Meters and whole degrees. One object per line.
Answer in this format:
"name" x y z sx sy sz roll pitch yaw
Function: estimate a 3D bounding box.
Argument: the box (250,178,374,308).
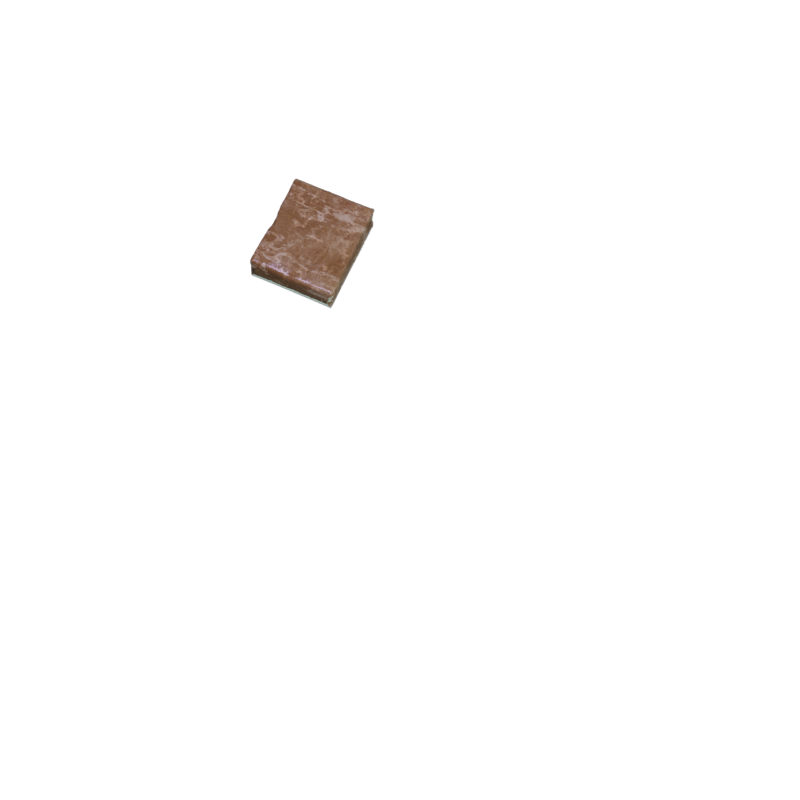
"box" -0.071 -0.130 0.906 0.075 0.092 0.028 22 -24 10
